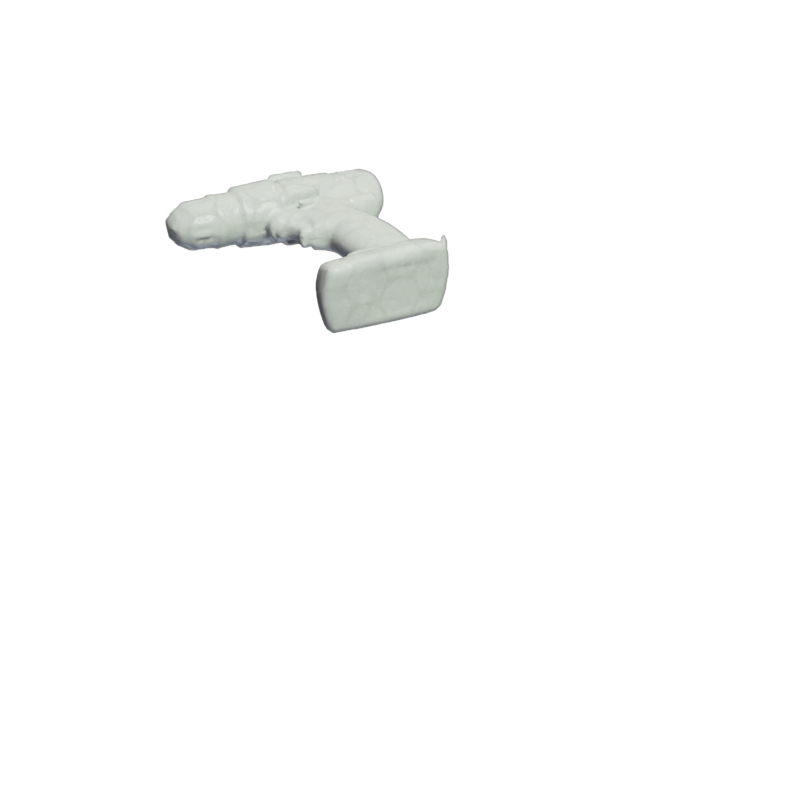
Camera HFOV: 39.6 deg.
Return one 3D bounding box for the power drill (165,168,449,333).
[{"bbox_3d":[-0.066,-0.120,0.841,0.182,0.054,0.202,-16,36,-23],"label":"power drill"}]
